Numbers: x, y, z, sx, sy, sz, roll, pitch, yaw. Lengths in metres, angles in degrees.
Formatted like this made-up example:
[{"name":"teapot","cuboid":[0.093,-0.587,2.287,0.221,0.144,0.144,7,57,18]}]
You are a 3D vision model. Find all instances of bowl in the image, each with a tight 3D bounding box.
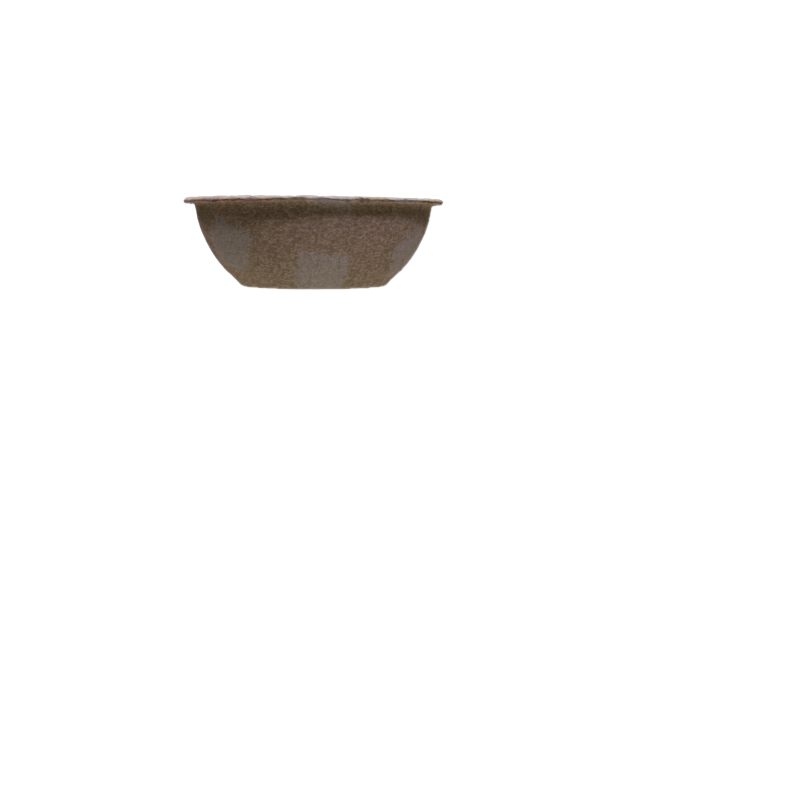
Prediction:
[{"name":"bowl","cuboid":[-0.054,-0.099,0.692,0.162,0.054,0.164,0,8,-2]}]
